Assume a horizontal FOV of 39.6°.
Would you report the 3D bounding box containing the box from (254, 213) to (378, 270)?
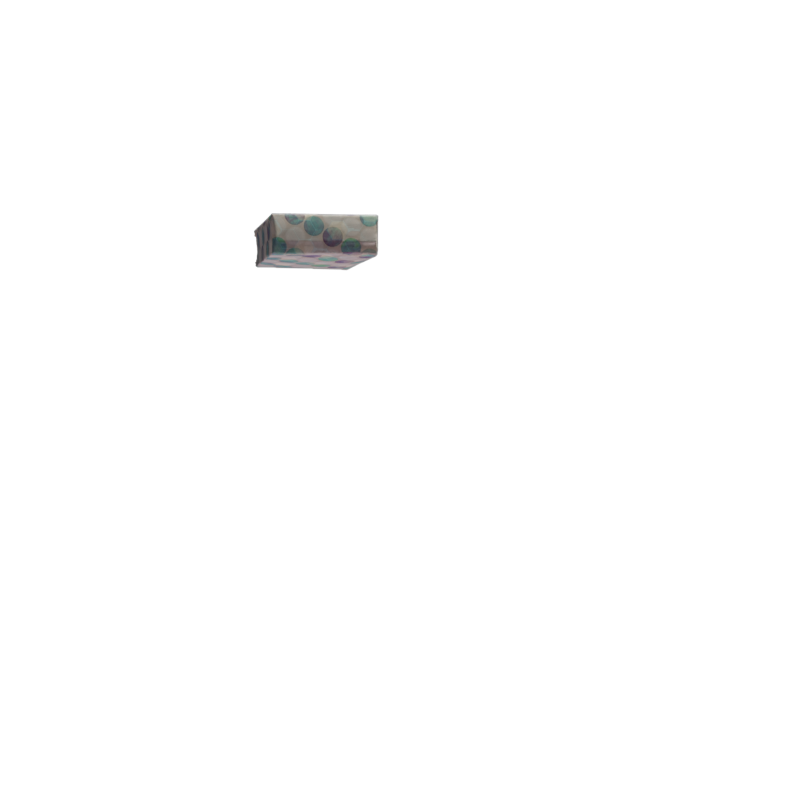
[{"bbox_3d":[-0.074,-0.136,0.950,0.088,0.039,0.114,0,-2,-13],"label":"box"}]
